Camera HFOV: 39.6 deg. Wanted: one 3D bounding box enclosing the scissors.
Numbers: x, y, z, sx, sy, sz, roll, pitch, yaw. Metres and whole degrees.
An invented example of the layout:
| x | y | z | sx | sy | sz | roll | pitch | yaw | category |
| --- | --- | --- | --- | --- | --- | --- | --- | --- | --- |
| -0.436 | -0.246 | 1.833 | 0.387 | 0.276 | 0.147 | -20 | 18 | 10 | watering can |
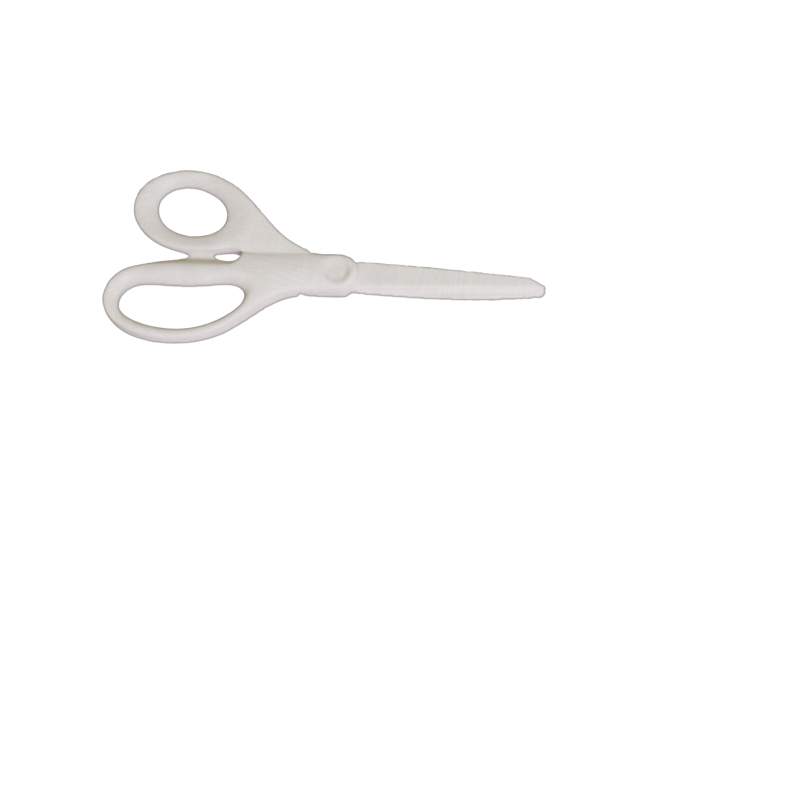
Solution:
| x | y | z | sx | sy | sz | roll | pitch | yaw | category |
| --- | --- | --- | --- | --- | --- | --- | --- | --- | --- |
| -0.041 | -0.075 | 0.525 | 0.201 | 0.102 | 0.015 | -11 | -24 | -5 | scissors |
